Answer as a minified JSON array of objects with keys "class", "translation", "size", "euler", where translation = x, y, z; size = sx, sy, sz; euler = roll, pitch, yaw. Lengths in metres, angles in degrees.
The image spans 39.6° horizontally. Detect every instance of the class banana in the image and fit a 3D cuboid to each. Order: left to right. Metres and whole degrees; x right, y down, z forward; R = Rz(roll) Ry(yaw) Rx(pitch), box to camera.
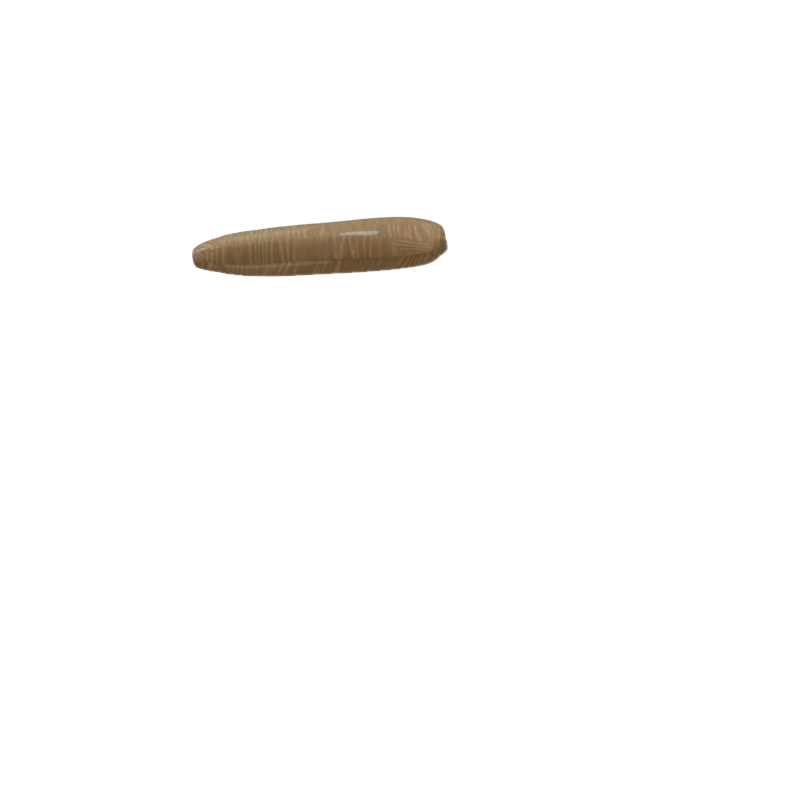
[{"class":"banana","translation":[-0.048,-0.108,0.771],"size":[0.204,0.037,0.067],"euler":[-1,-3,28]}]
